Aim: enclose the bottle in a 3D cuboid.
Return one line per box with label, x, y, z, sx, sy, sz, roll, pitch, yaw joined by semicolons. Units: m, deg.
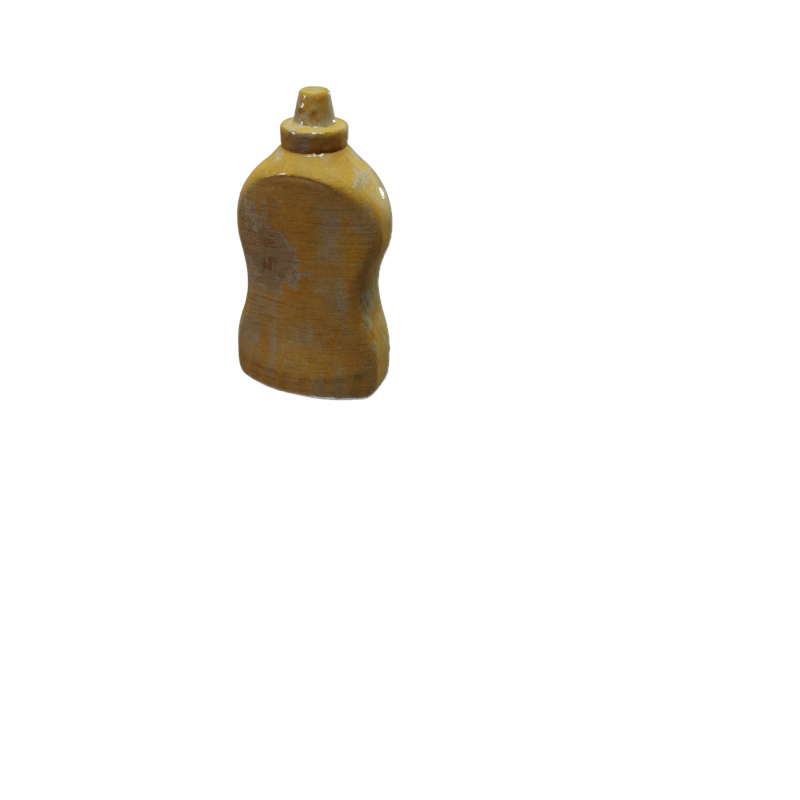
bottle;-0.053;-0.098;0.684;0.099;0.182;0.059;11;25;21
